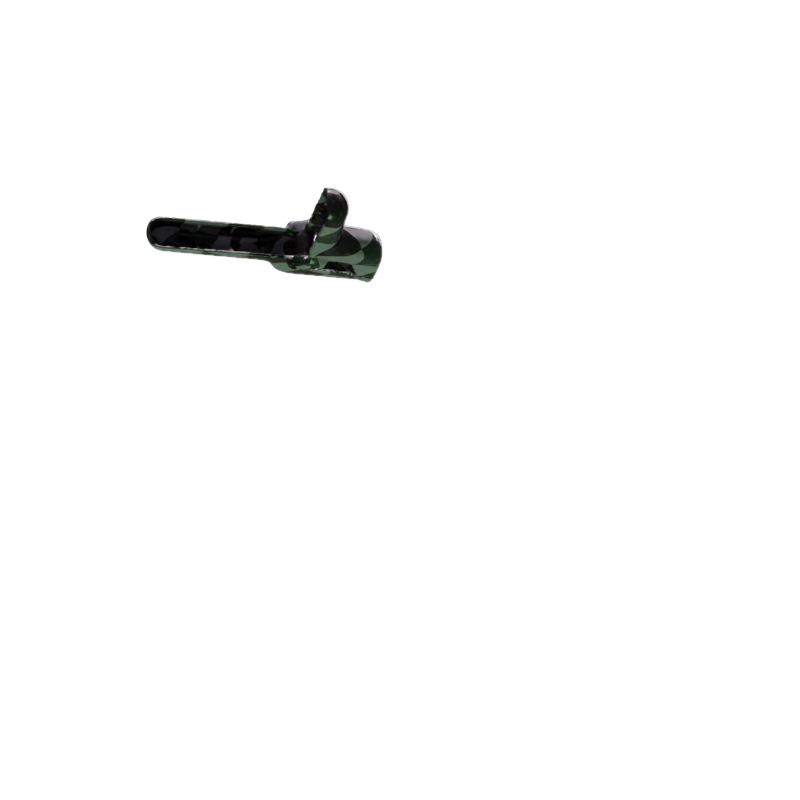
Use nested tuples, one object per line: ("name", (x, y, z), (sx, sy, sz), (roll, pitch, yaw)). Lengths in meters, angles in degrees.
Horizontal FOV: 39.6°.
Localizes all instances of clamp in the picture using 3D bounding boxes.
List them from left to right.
("clamp", (-0.067, -0.122, 0.855), (0.169, 0.037, 0.199), (-4, -6, 35))
